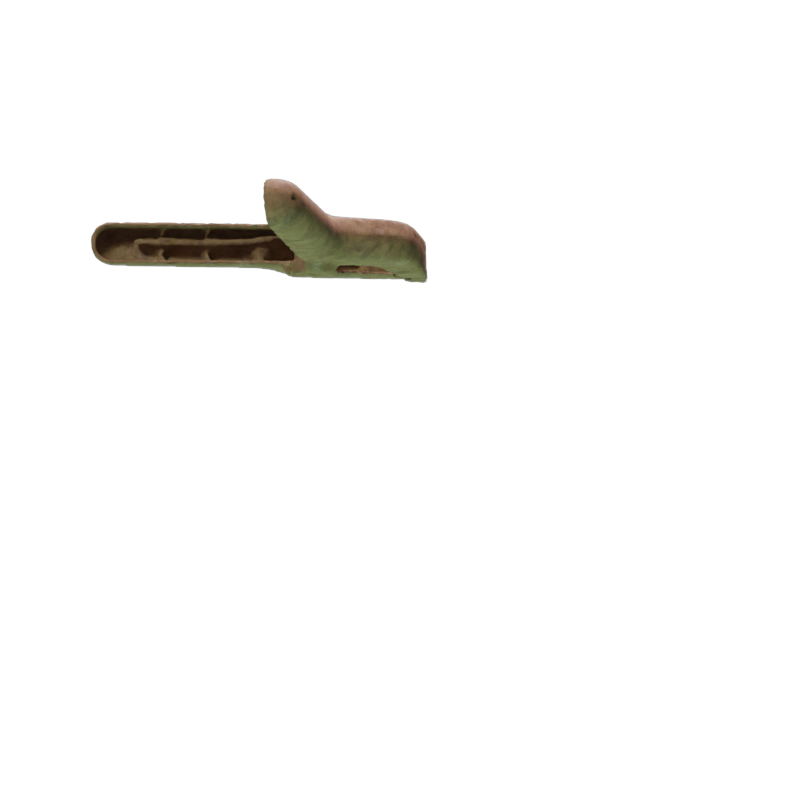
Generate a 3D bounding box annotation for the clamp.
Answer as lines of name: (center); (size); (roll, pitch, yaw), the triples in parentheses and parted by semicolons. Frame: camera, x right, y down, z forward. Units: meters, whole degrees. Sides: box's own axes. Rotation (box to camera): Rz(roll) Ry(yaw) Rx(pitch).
clamp: (-0.050, -0.092, 0.645); (0.201, 0.037, 0.169); (1, -2, -39)
